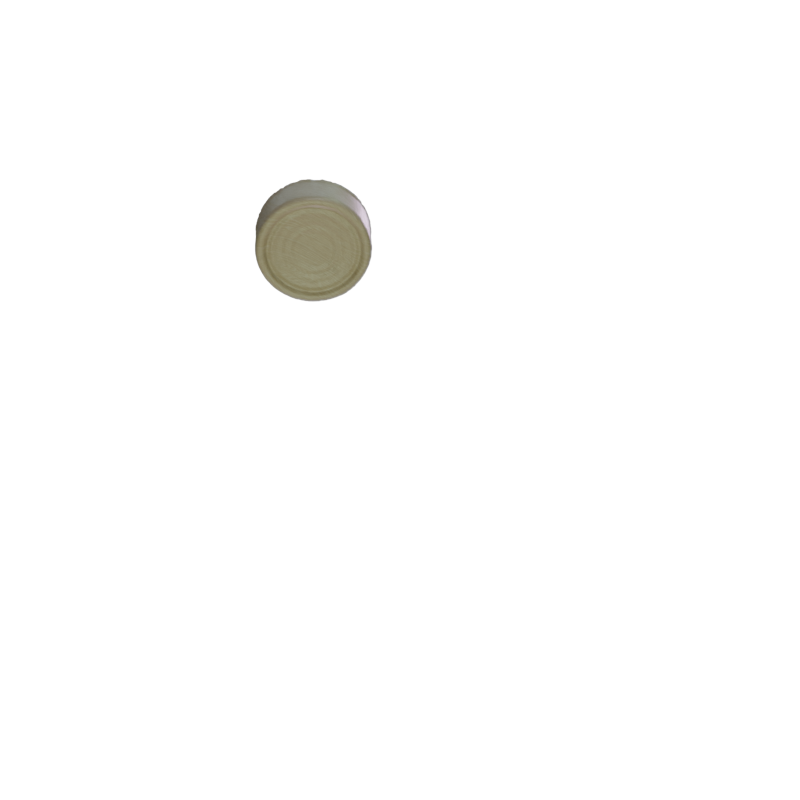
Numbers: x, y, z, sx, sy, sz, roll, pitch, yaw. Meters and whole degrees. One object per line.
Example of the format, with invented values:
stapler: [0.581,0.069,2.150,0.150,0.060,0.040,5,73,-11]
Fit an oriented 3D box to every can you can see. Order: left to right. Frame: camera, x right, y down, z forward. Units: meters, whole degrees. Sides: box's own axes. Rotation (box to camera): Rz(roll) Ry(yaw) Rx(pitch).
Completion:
can: [-0.063,-0.116,0.809,0.086,0.081,0.036,1,29,-1]
